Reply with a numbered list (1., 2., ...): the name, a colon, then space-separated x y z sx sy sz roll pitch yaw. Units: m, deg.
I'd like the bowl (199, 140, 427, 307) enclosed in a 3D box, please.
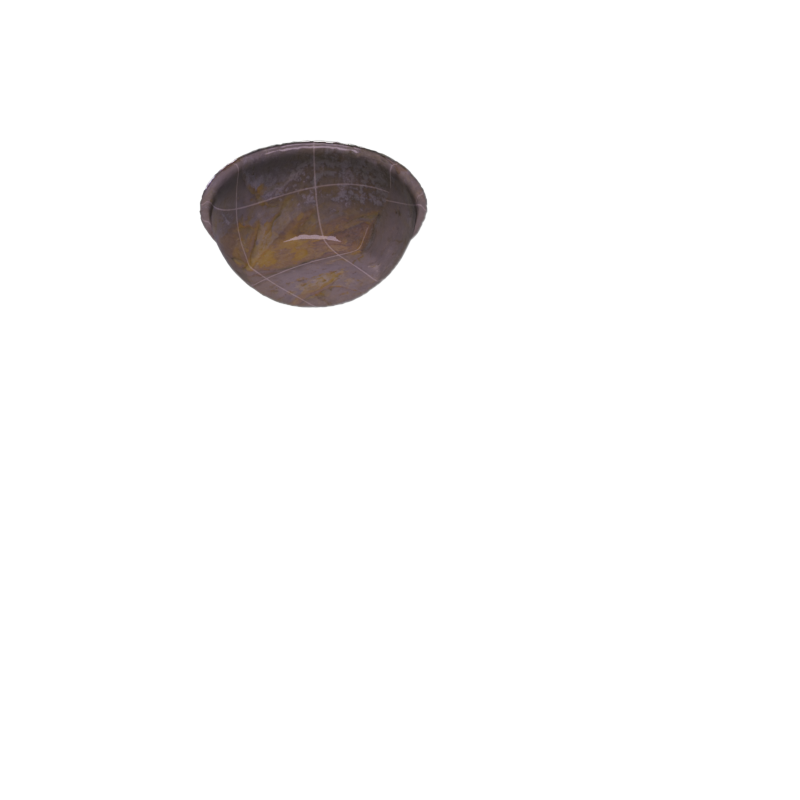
1. bowl: -0.061 -0.111 0.775 0.162 0.059 0.152 1 -28 -2
